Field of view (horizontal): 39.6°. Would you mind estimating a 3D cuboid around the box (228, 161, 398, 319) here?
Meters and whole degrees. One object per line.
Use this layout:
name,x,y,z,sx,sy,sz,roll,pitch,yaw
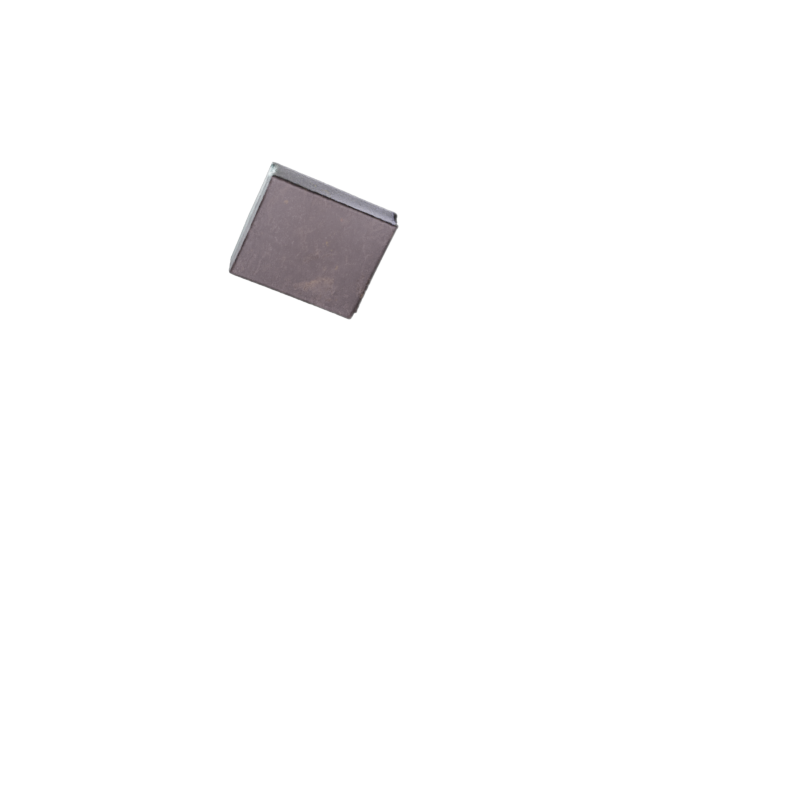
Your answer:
box,-0.056,-0.101,0.711,0.087,0.071,0.032,21,23,-10
